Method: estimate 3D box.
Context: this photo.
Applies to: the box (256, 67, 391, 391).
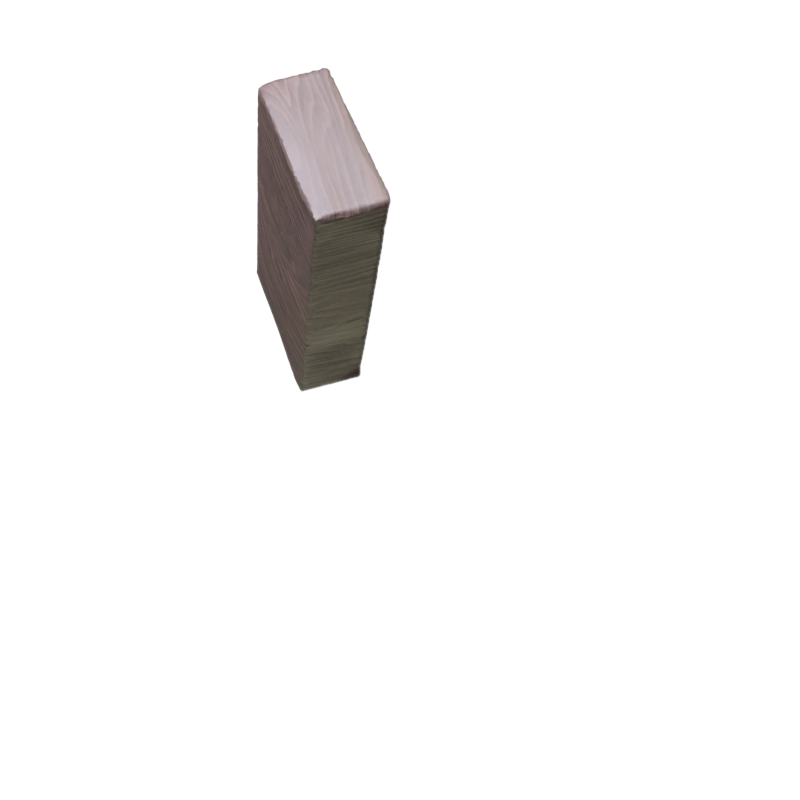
[{"bbox_3d":[-0.048,-0.087,0.609,0.048,0.100,0.166,-16,-27,-13],"label":"box"}]
